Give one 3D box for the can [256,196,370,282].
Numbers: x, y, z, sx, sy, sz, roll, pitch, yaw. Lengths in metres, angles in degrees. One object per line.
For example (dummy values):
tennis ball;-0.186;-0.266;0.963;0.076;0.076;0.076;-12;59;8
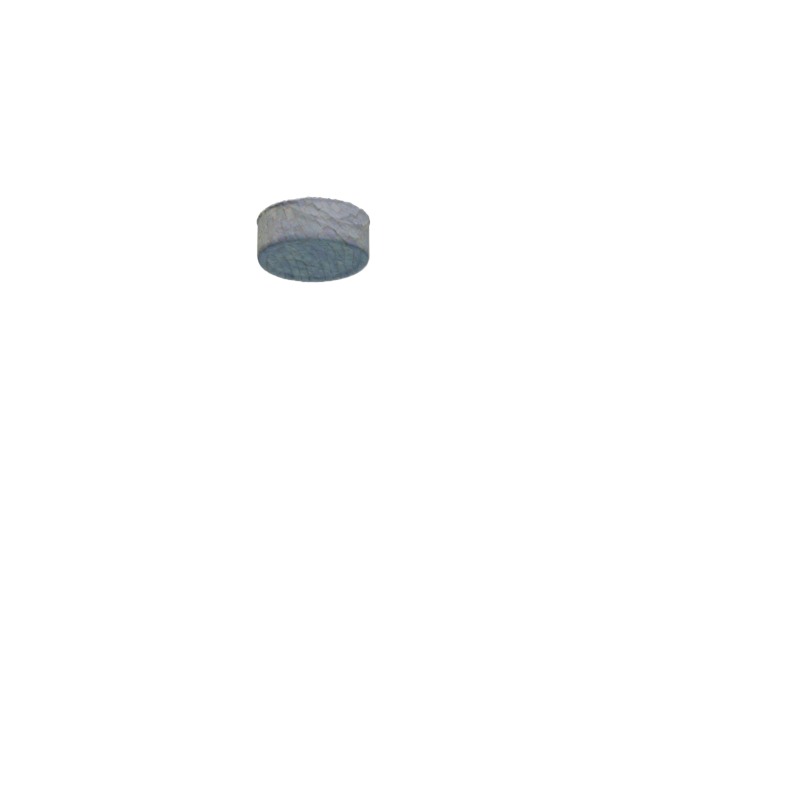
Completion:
can;-0.065;-0.119;0.832;0.086;0.035;0.082;0;-18;-2
